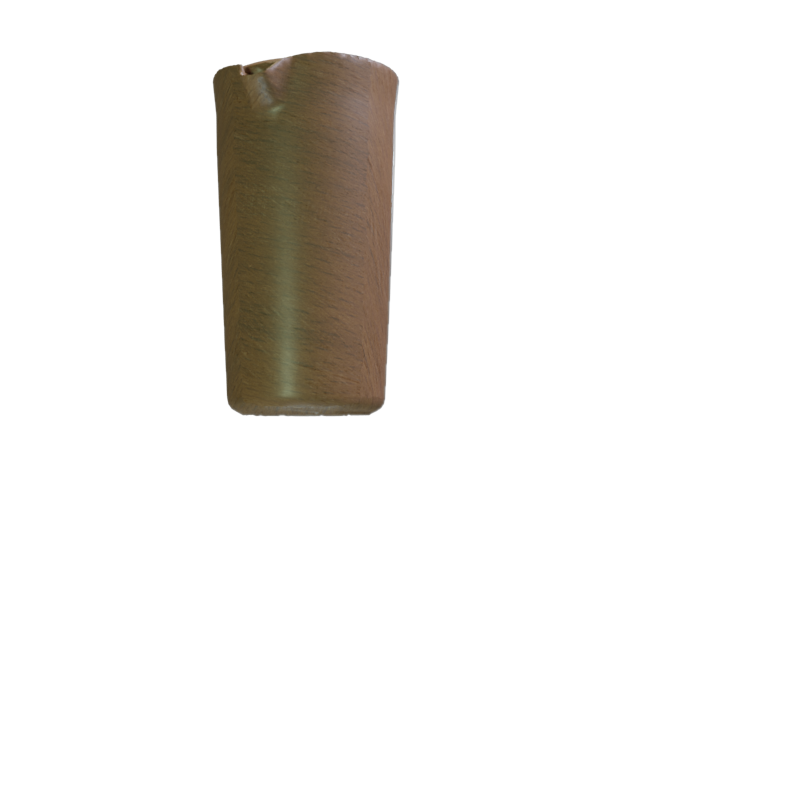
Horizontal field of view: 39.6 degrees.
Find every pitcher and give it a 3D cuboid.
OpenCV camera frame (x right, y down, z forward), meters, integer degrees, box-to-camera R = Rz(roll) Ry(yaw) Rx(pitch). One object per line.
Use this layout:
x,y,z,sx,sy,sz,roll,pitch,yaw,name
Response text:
-0.061,-0.112,0.784,0.145,0.248,0.146,3,-8,-24,pitcher
